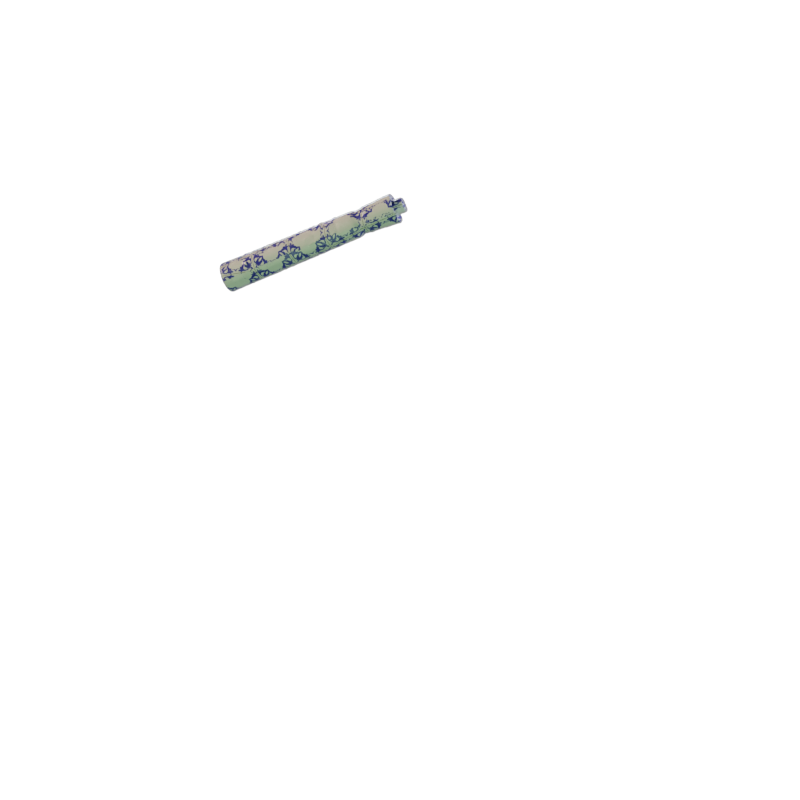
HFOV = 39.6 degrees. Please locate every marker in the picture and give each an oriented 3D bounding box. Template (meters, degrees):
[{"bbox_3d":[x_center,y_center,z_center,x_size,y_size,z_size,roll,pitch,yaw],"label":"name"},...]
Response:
[{"bbox_3d":[-0.053,-0.096,0.672,0.121,0.020,0.019,-20,-1,15],"label":"marker"}]
